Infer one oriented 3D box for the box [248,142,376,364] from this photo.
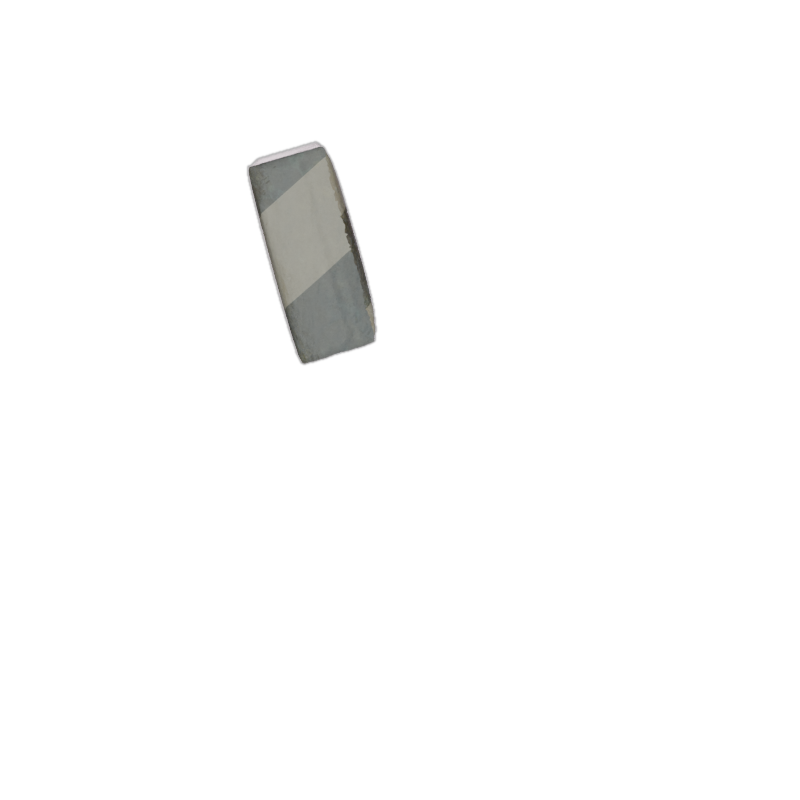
[{"bbox_3d":[-0.076,-0.138,0.967,0.072,0.161,0.219,-15,11,0],"label":"box"}]
